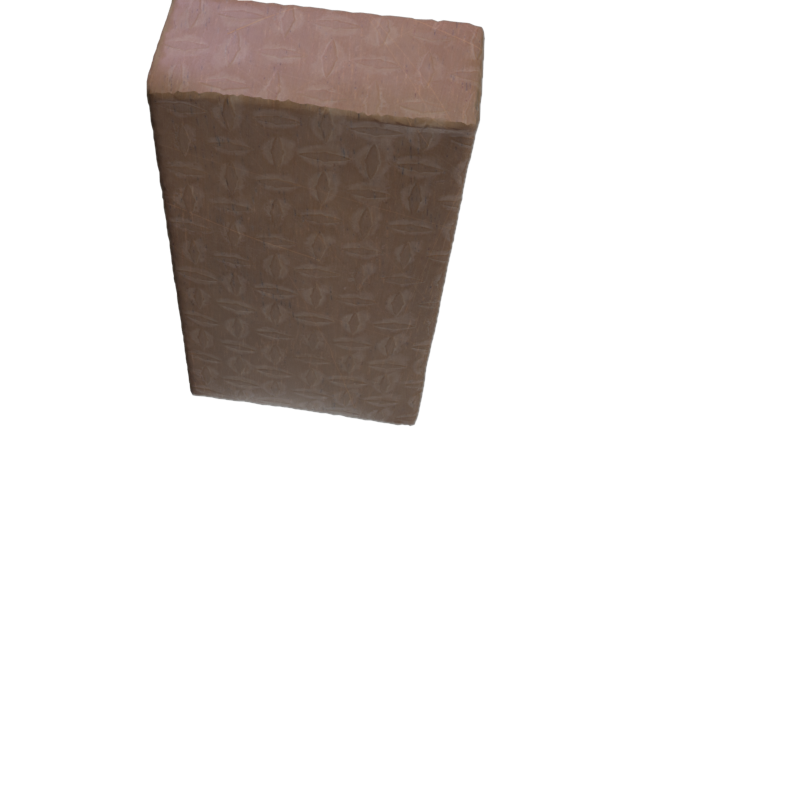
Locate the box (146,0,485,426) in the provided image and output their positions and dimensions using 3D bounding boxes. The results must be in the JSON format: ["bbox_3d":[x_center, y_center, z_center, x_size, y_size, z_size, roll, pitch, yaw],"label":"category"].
[{"bbox_3d":[-0.030,-0.053,0.375,0.094,0.051,0.166,8,-28,1],"label":"box"}]
